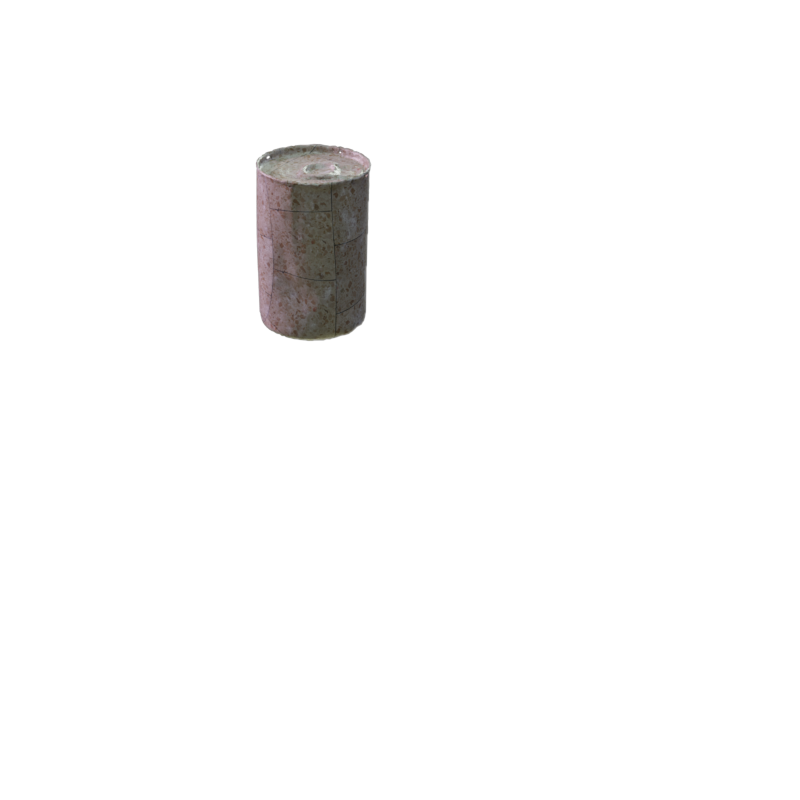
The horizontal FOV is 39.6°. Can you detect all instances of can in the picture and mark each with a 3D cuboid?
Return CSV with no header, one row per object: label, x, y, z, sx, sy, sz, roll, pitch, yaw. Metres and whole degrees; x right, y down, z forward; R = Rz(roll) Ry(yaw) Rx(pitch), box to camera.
can,-0.052,-0.096,0.670,0.068,0.097,0.072,0,27,-2
